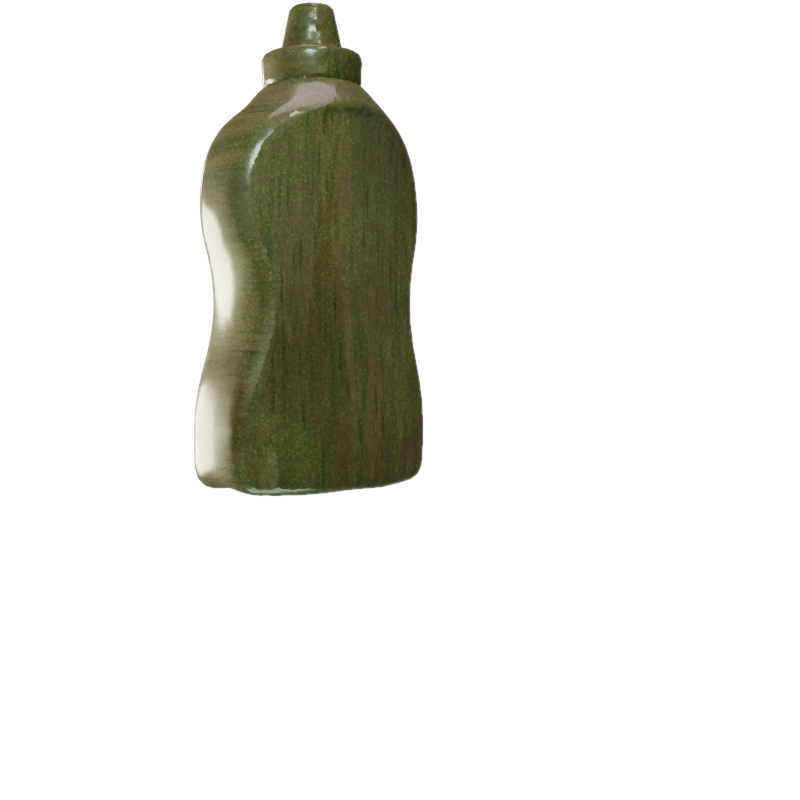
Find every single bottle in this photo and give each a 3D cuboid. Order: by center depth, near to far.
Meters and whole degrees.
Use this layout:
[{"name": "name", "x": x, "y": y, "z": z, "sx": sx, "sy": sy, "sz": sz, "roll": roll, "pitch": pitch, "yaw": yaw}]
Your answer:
[{"name": "bottle", "x": -0.035, "y": -0.063, "z": 0.443, "sx": 0.092, "sy": 0.194, "sz": 0.060, "roll": 3, "pitch": -5, "yaw": -39}]
